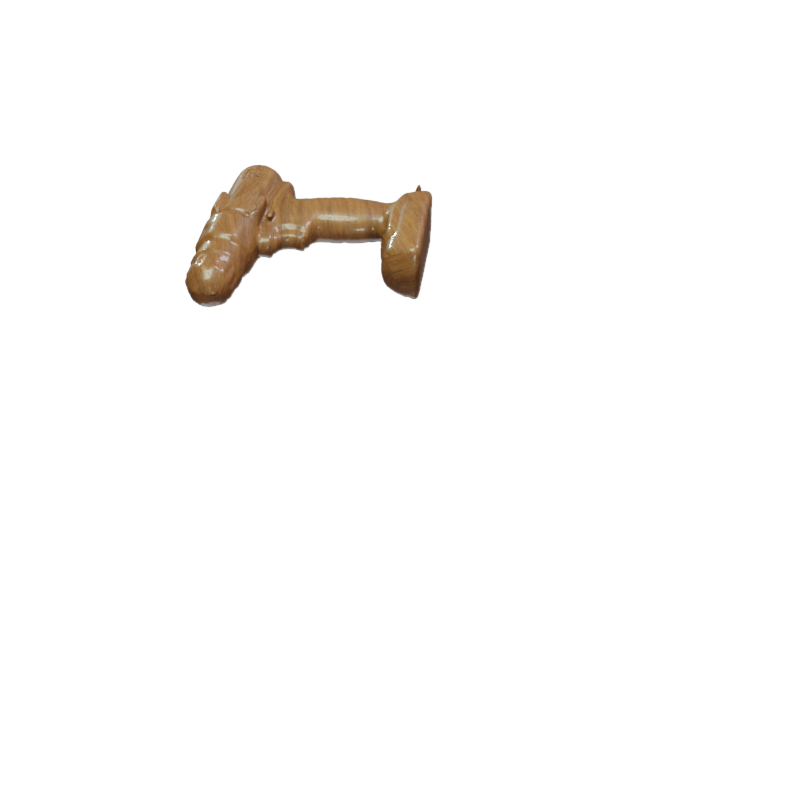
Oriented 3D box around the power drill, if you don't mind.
[{"bbox_3d":[-0.072,-0.132,0.924,0.190,0.054,0.195,7,41,8],"label":"power drill"}]
